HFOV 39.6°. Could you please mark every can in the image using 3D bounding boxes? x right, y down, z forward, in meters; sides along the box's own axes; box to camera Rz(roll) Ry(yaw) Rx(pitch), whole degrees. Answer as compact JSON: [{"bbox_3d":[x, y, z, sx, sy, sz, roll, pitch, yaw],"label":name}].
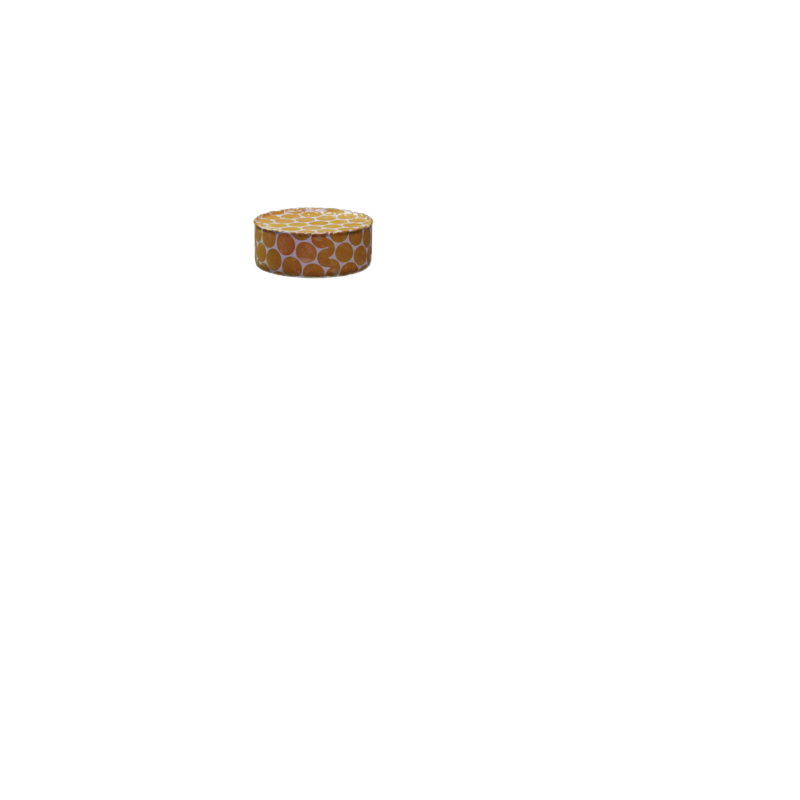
[{"bbox_3d":[-0.062,-0.114,0.796,0.086,0.032,0.089,-1,20,-2],"label":"can"}]
